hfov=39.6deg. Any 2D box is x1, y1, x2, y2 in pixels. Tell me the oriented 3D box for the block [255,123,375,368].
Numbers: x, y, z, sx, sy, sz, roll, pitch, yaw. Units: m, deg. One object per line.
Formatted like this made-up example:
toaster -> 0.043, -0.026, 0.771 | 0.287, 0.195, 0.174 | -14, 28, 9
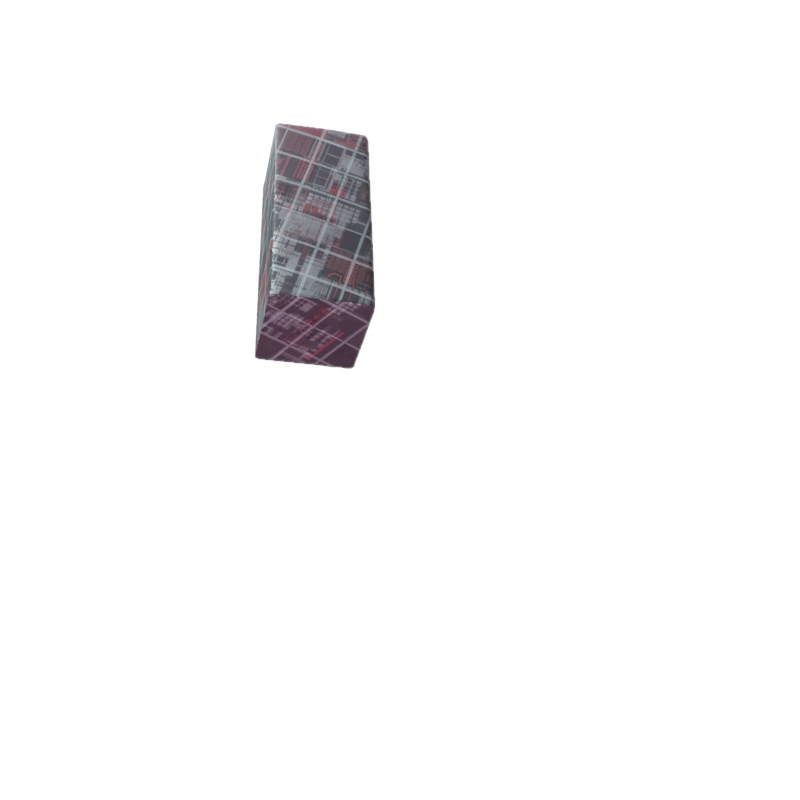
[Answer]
block -> -0.077, -0.142, 0.994 | 0.089, 0.221, 0.086 | 6, -40, -11
